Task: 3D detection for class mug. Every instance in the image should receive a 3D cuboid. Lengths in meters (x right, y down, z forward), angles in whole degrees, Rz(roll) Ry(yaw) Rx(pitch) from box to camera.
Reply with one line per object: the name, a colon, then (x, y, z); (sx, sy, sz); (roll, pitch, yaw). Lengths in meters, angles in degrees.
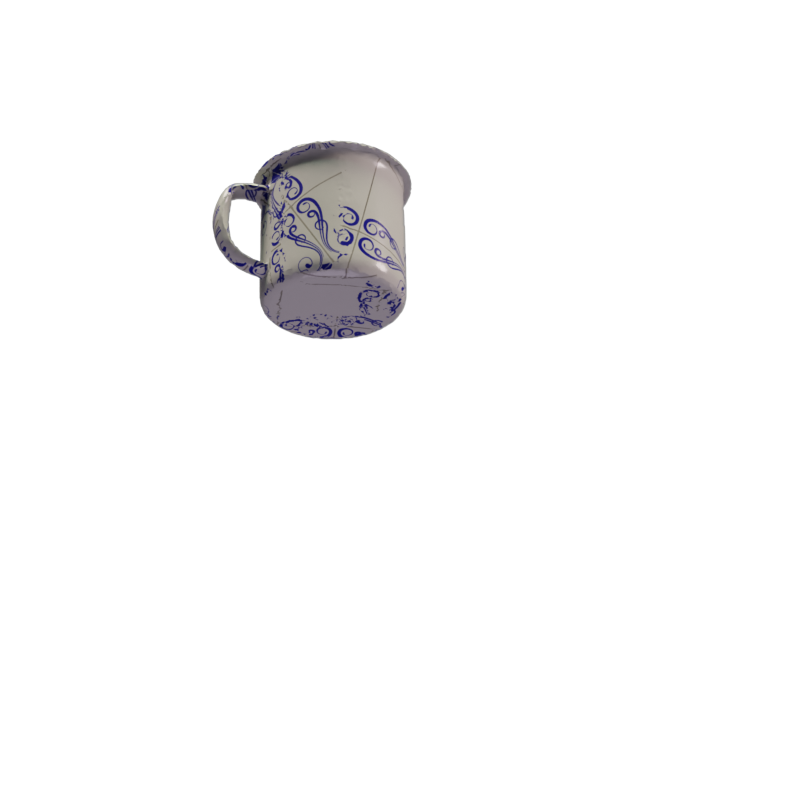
mug: (-0.049, -0.089, 0.624); (0.113, 0.087, 0.091); (12, -31, -23)
